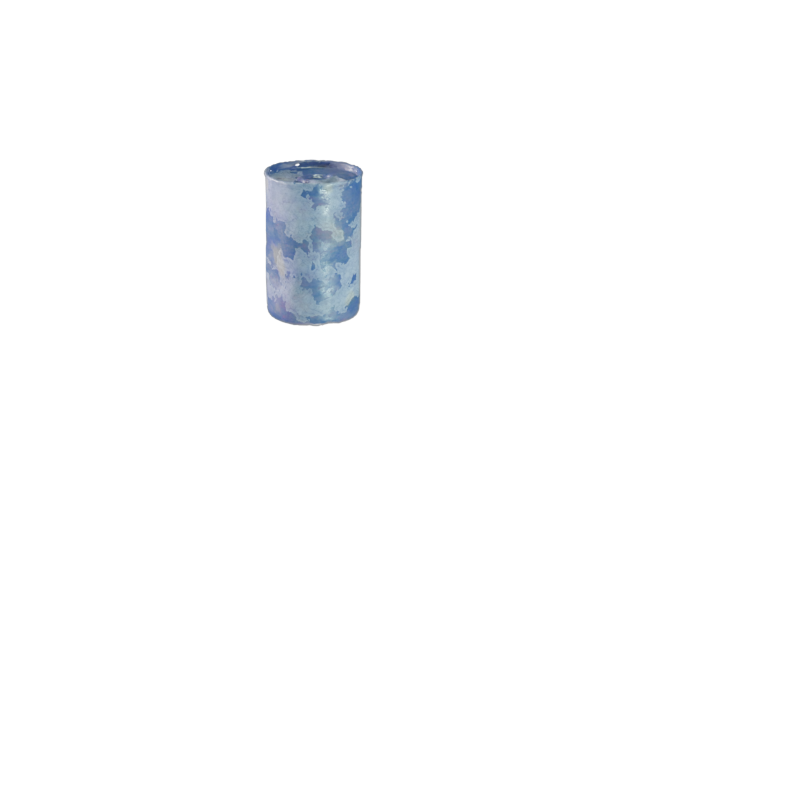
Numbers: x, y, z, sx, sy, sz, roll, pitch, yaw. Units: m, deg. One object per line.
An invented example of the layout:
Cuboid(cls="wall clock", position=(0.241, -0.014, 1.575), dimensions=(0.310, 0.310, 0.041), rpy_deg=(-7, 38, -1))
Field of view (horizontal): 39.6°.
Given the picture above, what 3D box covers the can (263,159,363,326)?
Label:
Cuboid(cls="can", position=(-0.060, -0.110, 0.772), dimensions=(0.068, 0.098, 0.072), rpy_deg=(0, 20, -2))
